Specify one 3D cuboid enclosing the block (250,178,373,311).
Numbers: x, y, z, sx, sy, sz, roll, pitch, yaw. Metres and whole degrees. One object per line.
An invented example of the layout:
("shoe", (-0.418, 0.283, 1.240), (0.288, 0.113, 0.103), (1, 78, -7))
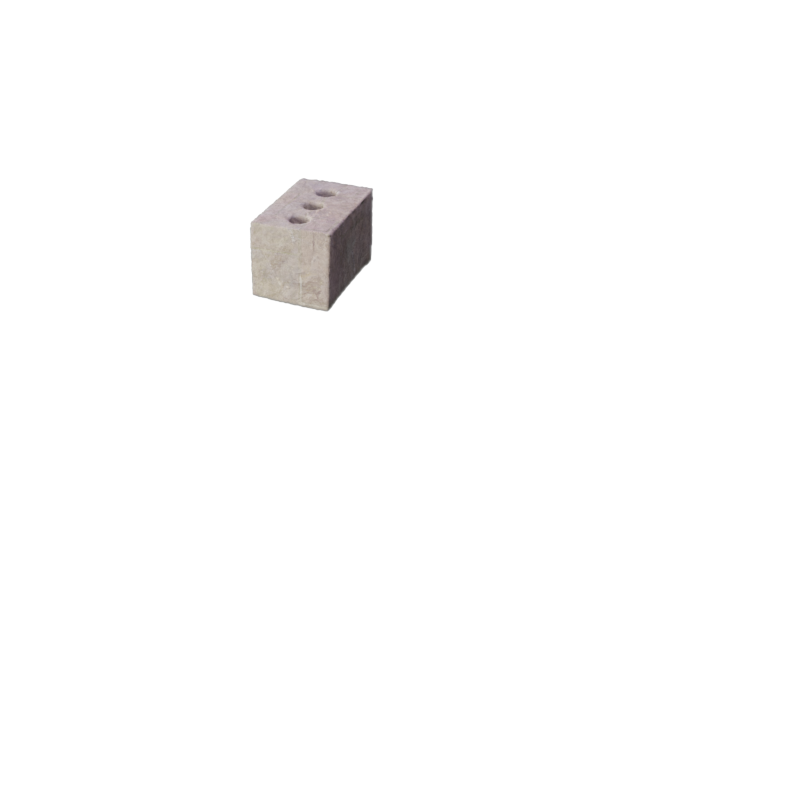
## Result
("block", (-0.054, -0.099, 0.690), (0.054, 0.048, 0.080), (10, 32, 16))
